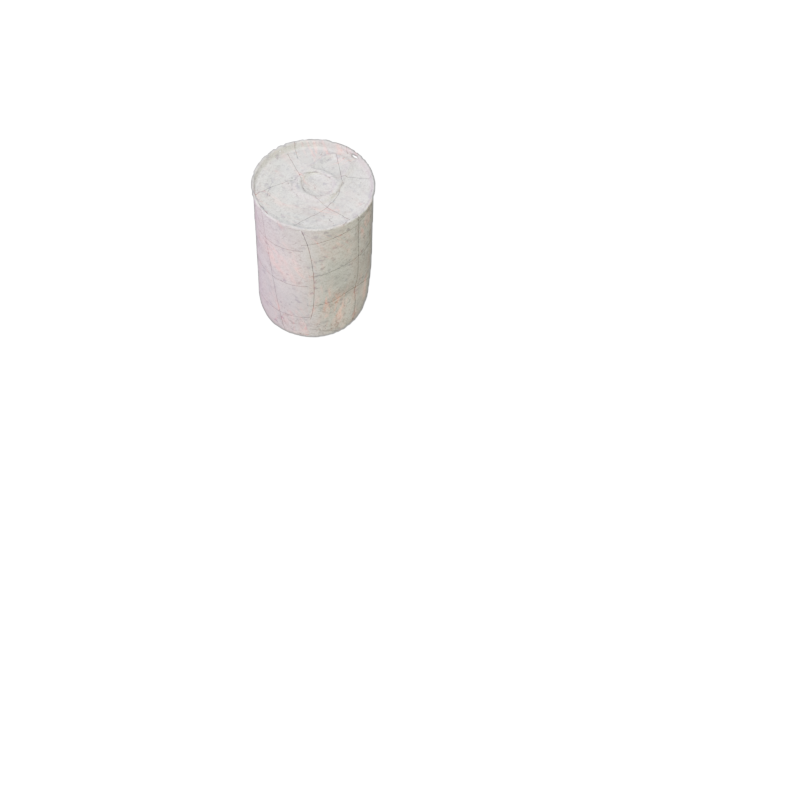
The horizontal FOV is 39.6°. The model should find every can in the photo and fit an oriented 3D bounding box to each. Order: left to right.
[{"bbox_3d":[-0.050,-0.092,0.643,0.068,0.073,0.095,0,-35,-3],"label":"can"}]
